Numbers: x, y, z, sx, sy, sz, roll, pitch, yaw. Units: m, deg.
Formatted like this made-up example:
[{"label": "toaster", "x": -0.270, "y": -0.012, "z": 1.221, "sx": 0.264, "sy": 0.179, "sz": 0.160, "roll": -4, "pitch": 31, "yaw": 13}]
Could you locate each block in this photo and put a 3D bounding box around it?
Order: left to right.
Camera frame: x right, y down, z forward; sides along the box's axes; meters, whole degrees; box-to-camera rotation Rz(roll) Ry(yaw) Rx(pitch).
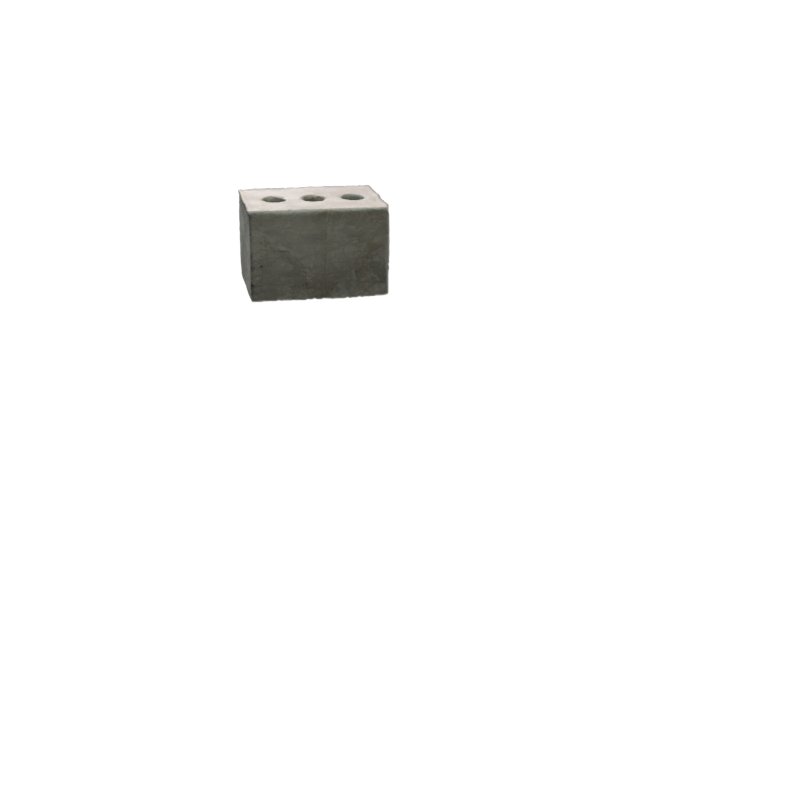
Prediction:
[{"label": "block", "x": -0.048, "y": -0.087, "z": 0.611, "sx": 0.077, "sy": 0.049, "sz": 0.056, "roll": -4, "pitch": 20, "yaw": -11}]
